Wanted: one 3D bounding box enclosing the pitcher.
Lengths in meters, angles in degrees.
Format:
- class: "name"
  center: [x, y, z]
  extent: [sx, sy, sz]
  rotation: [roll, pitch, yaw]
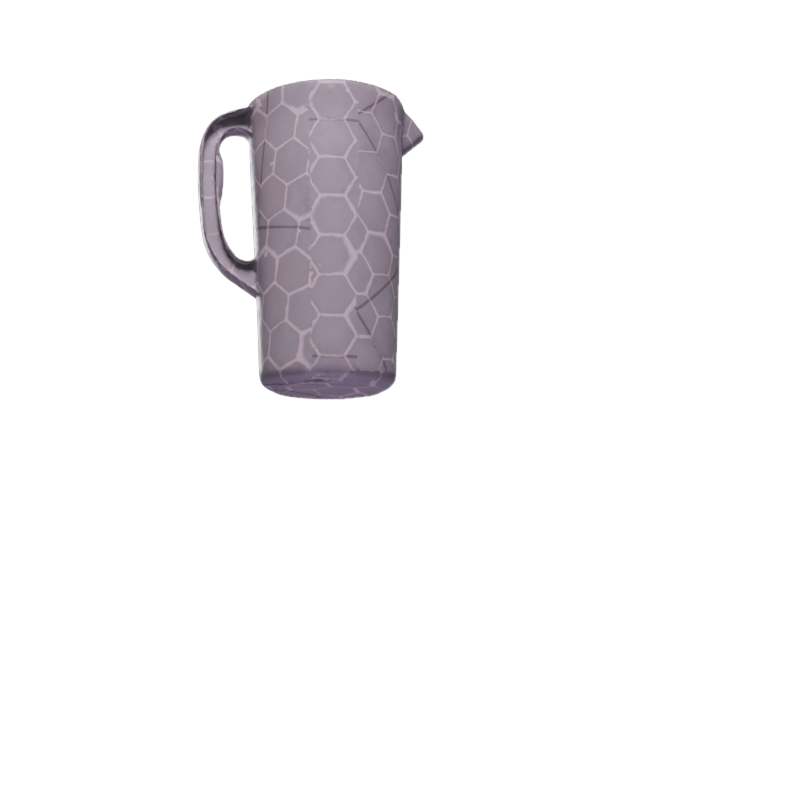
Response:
- class: "pitcher"
  center: [-0.071, -0.129, 0.901]
  extent: [0.152, 0.252, 0.136]
  rotation: [-10, -17, 30]
